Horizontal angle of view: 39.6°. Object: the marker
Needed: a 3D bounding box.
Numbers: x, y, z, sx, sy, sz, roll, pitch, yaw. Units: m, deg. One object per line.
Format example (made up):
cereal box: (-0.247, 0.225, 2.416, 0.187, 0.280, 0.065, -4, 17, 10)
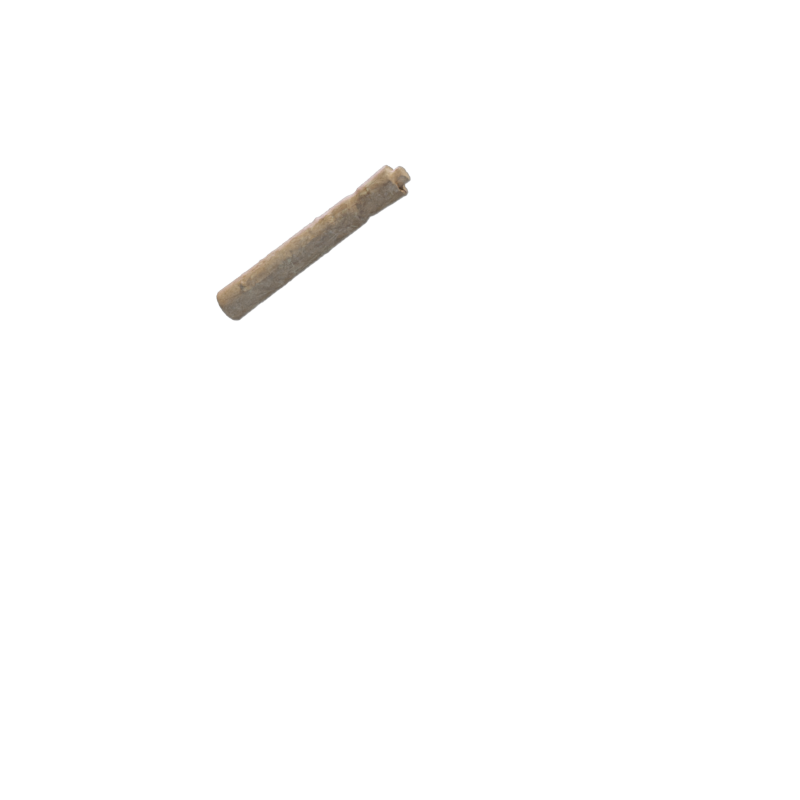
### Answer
marker: (-0.045, -0.081, 0.569, 0.120, 0.020, 0.019, -34, -9, 19)
